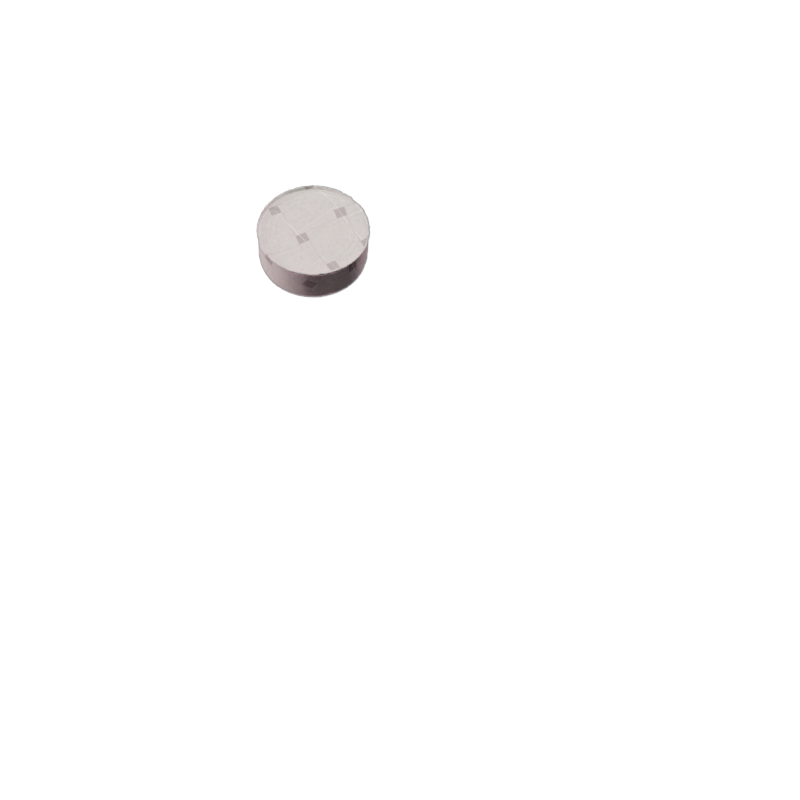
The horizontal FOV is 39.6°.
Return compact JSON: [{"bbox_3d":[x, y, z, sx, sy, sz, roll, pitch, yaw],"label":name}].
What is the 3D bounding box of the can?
[{"bbox_3d":[-0.066,-0.121,0.848,0.086,0.092,0.031,-1,-35,-1],"label":"can"}]
